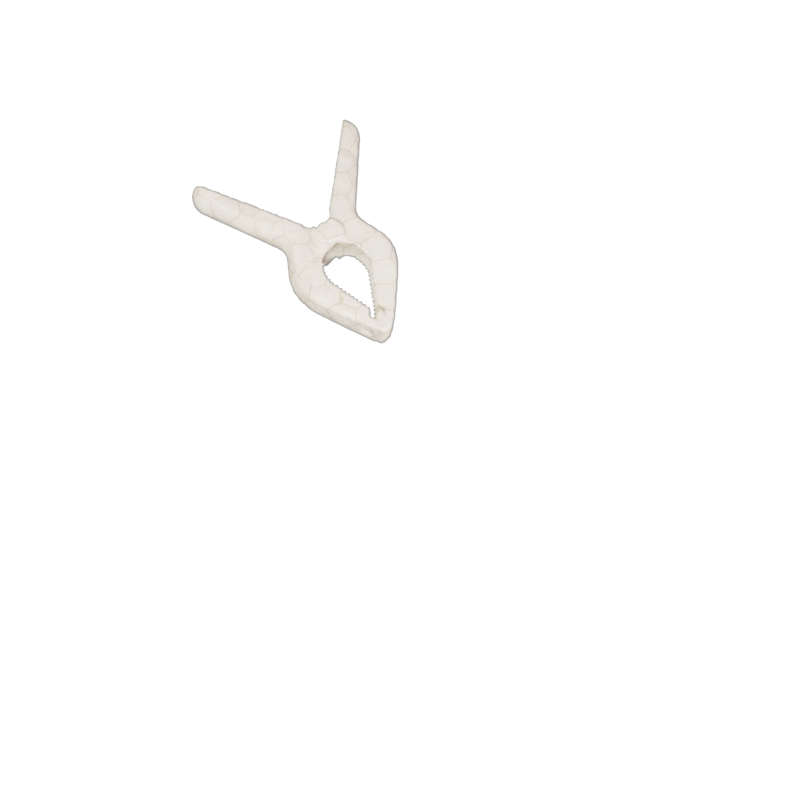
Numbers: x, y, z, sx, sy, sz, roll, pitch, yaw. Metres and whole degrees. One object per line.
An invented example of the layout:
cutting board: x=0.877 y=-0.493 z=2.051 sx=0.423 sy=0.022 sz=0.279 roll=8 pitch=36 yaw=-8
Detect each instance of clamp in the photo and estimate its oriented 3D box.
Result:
clamp: x=-0.075 y=-0.136 z=0.953 sx=0.164 sy=0.224 sz=0.034 roll=-21 pitch=-25 yaw=-11
